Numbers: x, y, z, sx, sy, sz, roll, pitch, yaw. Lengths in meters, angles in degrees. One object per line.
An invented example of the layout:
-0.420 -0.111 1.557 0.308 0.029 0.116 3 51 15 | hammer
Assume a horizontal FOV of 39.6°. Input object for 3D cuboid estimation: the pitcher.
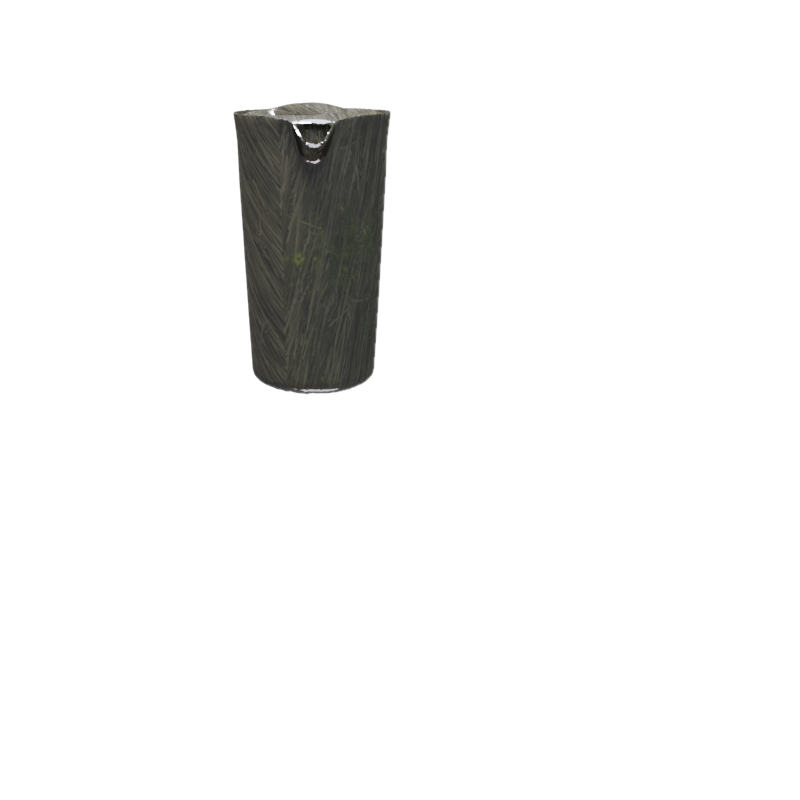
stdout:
-0.076 -0.139 0.973 0.152 0.236 0.146 11 16 39 | pitcher
